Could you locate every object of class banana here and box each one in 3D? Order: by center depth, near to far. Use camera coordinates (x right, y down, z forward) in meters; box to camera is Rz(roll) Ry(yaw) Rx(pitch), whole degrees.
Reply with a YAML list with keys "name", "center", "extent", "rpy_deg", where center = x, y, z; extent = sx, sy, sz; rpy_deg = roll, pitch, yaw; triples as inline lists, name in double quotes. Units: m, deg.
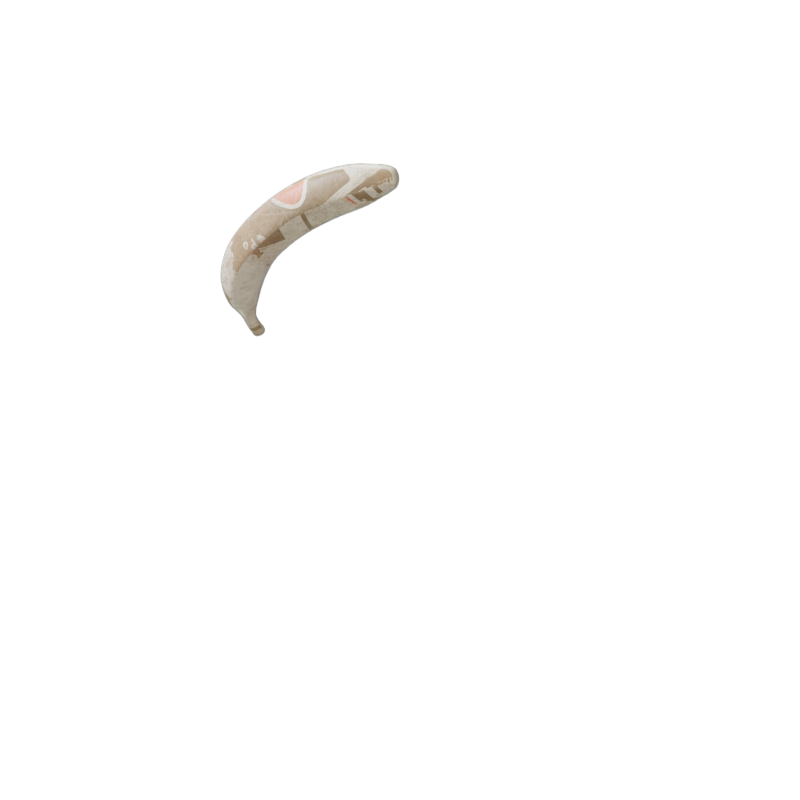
- name: "banana"
  center: [-0.084, -0.126, 0.844]
  extent: [0.066, 0.039, 0.194]
  rpy_deg: [26, -48, -27]
